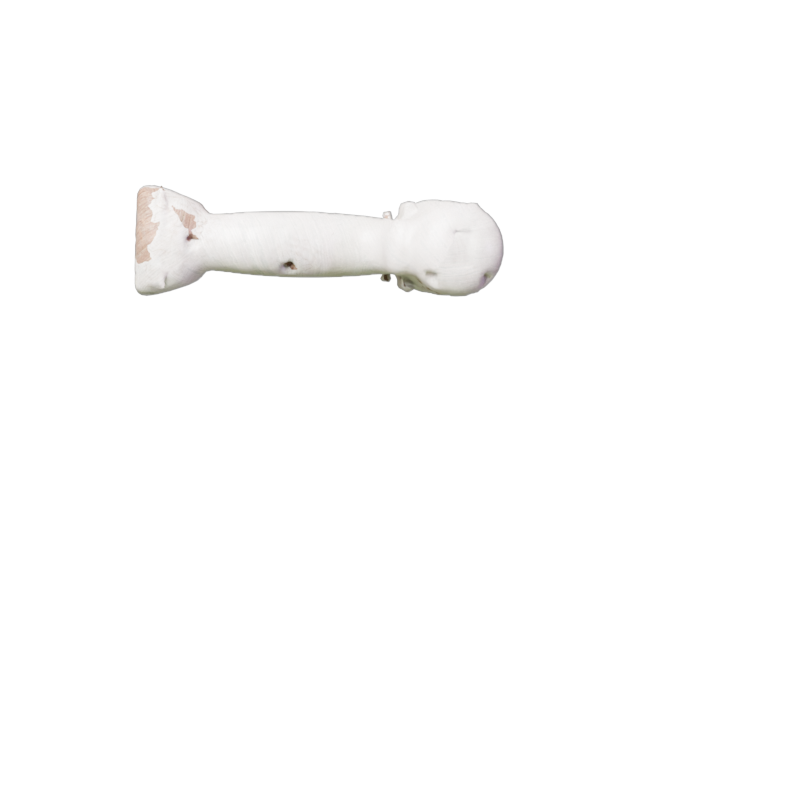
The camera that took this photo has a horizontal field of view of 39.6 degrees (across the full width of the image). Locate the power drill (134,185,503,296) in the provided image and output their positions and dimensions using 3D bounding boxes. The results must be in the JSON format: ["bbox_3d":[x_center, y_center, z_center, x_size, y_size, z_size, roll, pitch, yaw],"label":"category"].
[{"bbox_3d":[-0.048,-0.087,0.613,0.187,0.057,0.187,-1,6,-5],"label":"power drill"}]
